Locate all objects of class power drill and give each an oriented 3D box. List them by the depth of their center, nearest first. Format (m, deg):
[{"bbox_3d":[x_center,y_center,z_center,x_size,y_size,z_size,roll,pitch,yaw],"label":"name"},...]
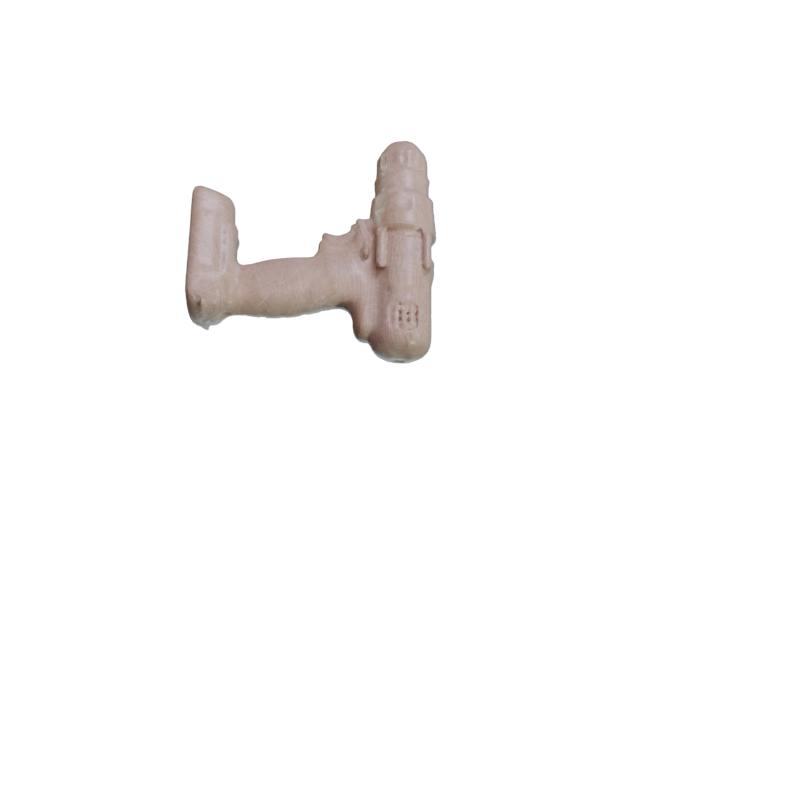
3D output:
[{"bbox_3d":[-0.066,-0.121,0.845,0.188,0.196,0.054,1,-28,0],"label":"power drill"}]
